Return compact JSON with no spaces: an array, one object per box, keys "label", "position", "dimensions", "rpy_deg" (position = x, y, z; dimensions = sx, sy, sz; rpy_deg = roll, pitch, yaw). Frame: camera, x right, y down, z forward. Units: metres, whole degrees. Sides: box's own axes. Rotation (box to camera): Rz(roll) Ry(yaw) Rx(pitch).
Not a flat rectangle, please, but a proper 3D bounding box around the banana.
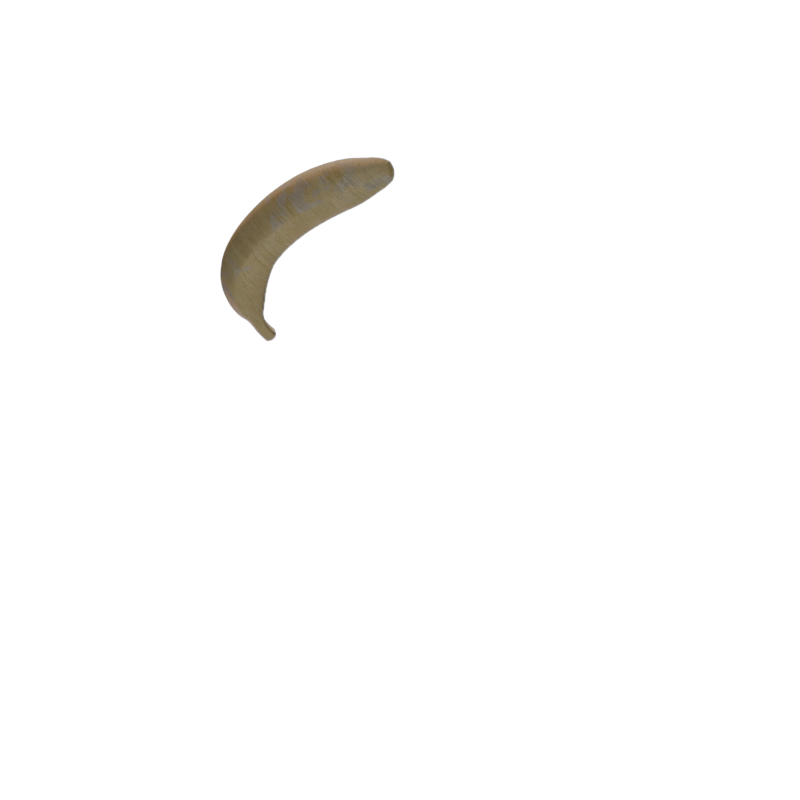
[{"label":"banana","position":[-0.080,-0.116,0.787],"dimensions":[0.067,0.039,0.192],"rpy_deg":[19,-41,-24]}]
